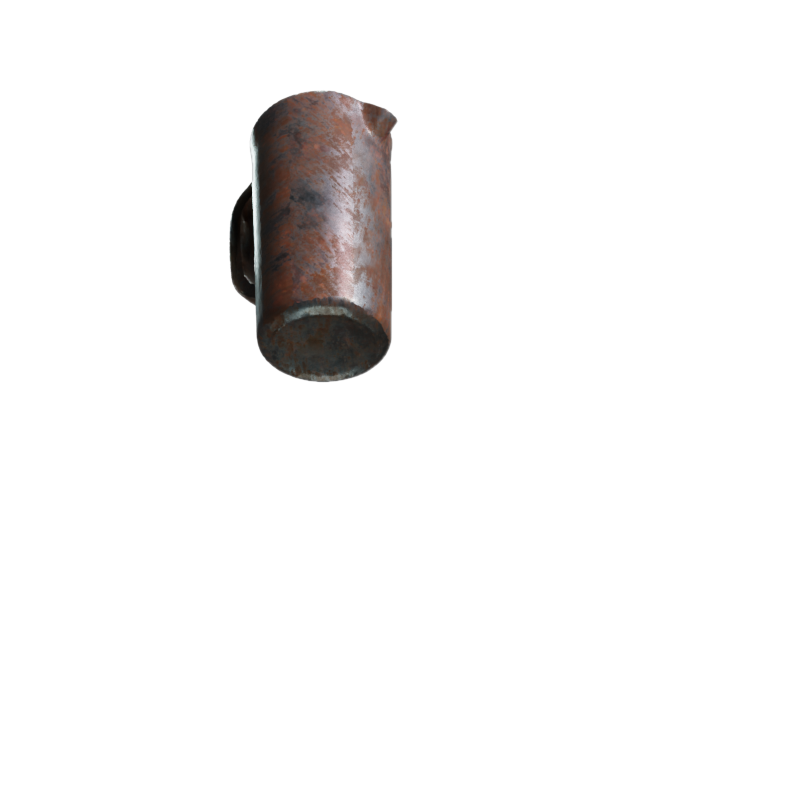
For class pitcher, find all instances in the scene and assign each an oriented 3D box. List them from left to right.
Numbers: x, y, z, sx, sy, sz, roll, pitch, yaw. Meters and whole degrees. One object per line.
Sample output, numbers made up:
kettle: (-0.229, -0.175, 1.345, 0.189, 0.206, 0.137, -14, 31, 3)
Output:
pitcher: (-0.075, -0.137, 0.961, 0.144, 0.261, 0.140, 3, -39, -8)
